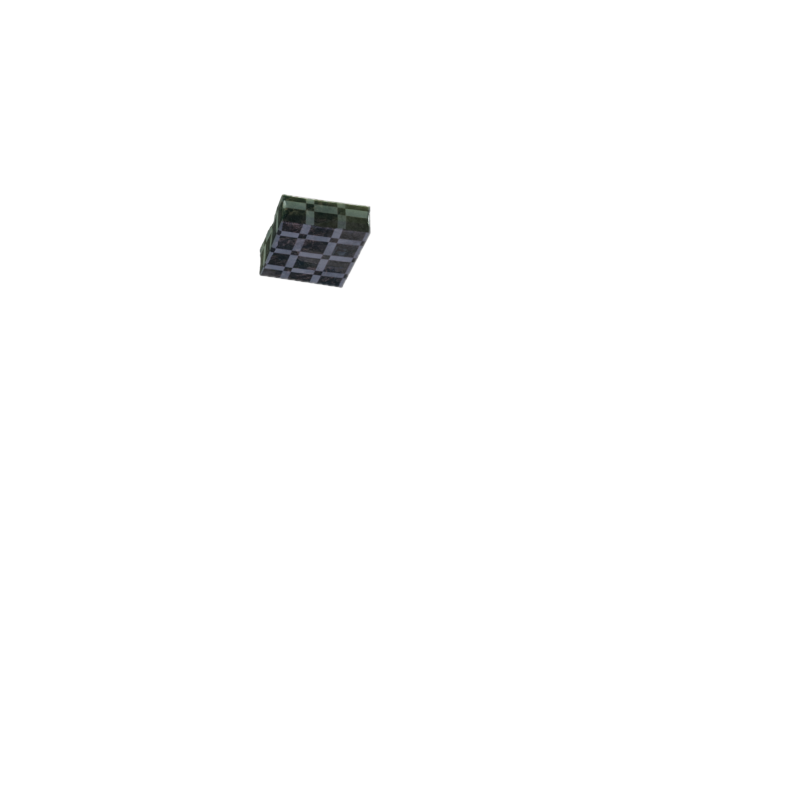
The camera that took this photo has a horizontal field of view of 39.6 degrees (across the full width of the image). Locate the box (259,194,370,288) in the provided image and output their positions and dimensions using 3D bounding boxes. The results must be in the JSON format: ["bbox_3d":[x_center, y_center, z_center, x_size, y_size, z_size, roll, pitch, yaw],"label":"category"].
[{"bbox_3d":[-0.071,-0.129,0.904,0.071,0.032,0.086,7,-28,-15],"label":"box"}]
